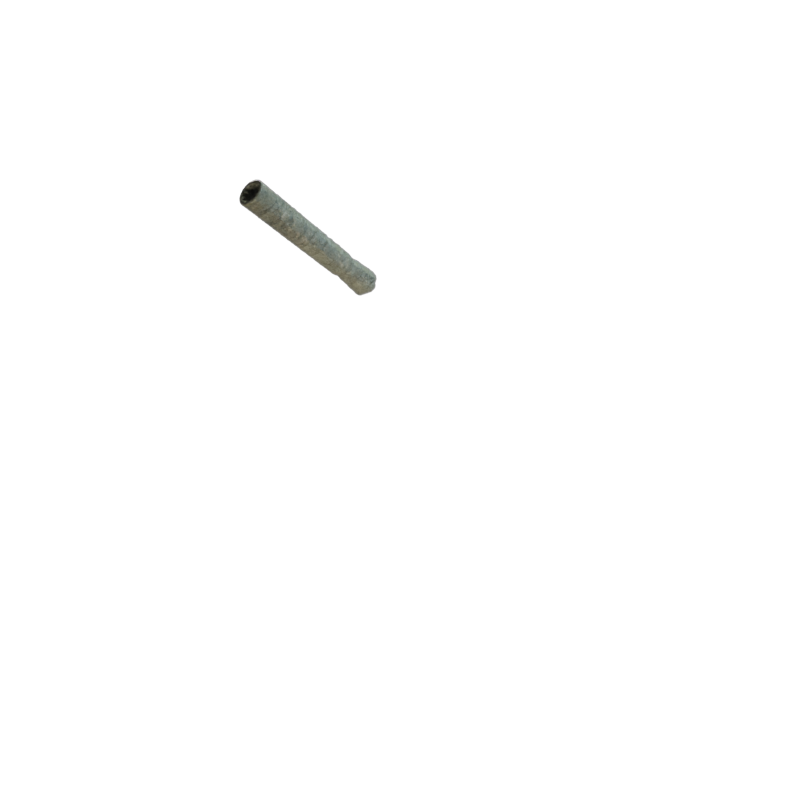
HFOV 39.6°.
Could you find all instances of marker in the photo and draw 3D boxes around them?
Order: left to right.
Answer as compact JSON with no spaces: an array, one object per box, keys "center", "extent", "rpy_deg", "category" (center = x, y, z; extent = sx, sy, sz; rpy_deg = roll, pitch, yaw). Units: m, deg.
[{"center":[-0.056,-0.101,0.709],"extent":[0.021,0.020,0.113],"rpy_deg":[3,-24,47],"category":"marker"}]
